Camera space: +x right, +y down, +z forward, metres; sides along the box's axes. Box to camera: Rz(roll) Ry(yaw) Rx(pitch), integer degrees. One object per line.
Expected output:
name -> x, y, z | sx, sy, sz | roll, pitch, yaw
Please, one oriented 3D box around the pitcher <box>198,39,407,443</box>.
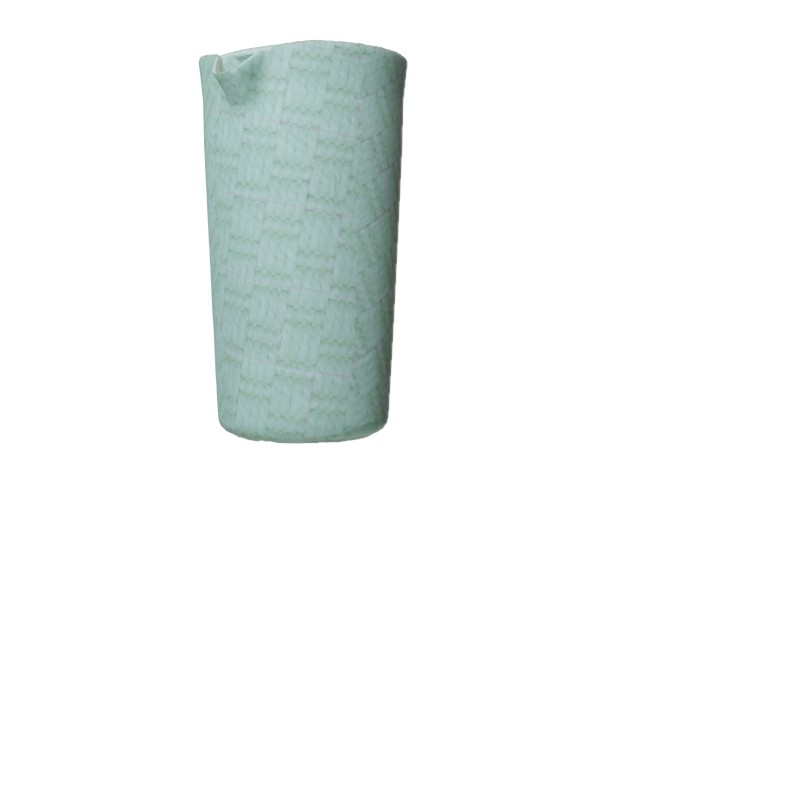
pitcher -> -0.056, -0.102, 0.713 | 0.146, 0.244, 0.148 | 0, 0, -15
